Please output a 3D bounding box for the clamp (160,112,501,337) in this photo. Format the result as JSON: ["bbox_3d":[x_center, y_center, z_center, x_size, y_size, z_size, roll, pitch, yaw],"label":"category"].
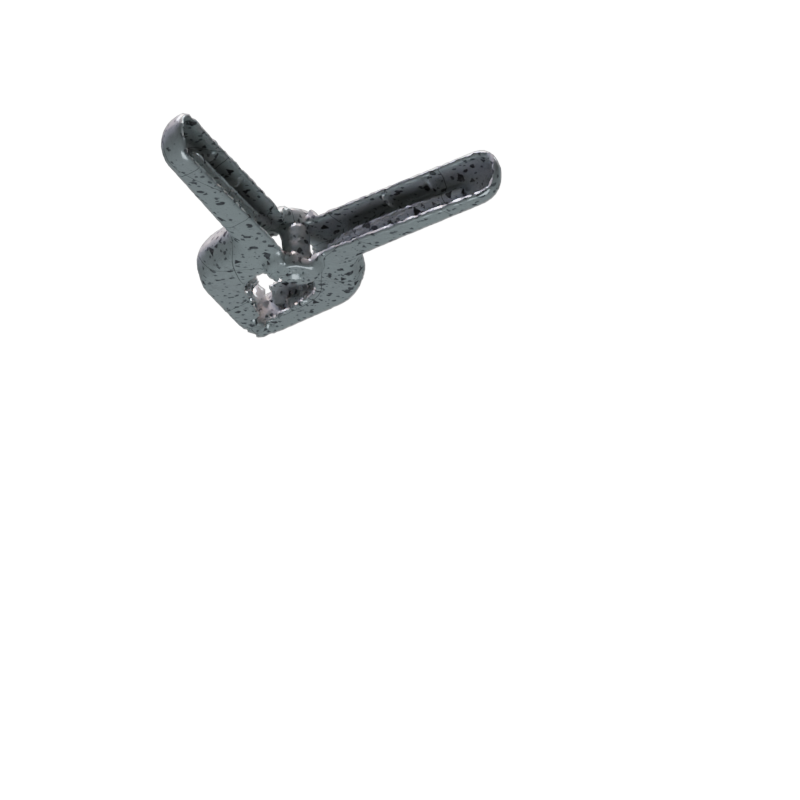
[{"bbox_3d":[-0.047,-0.085,0.598,0.162,0.038,0.201,4,-21,-9],"label":"clamp"}]
